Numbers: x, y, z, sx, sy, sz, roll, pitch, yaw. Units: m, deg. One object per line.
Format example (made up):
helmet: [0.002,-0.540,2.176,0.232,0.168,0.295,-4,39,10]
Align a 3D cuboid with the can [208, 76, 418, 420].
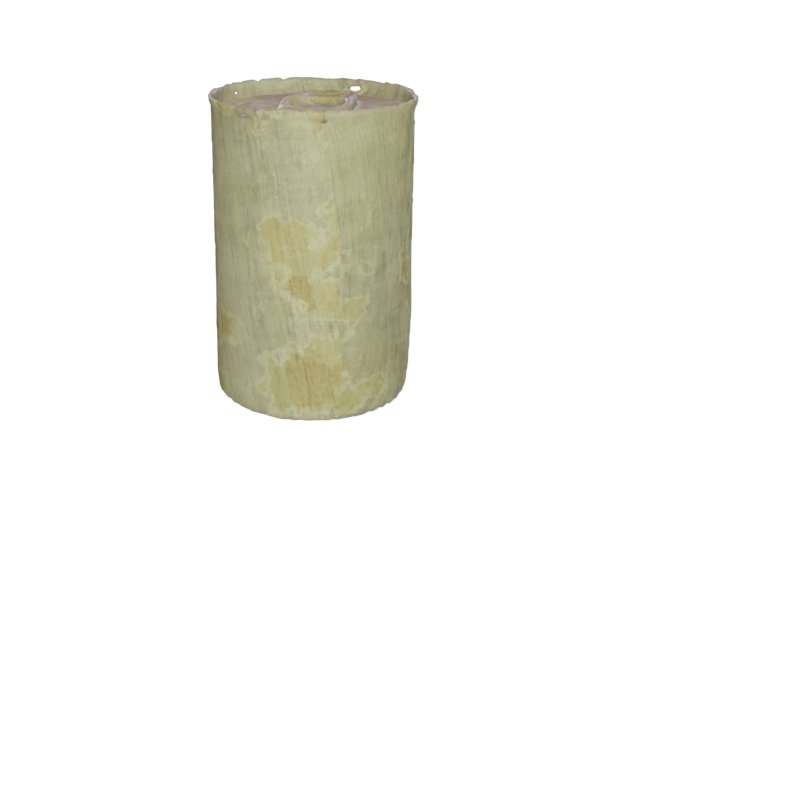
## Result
can: [-0.029,-0.053,0.374,0.068,0.098,0.072,0,20,-2]
